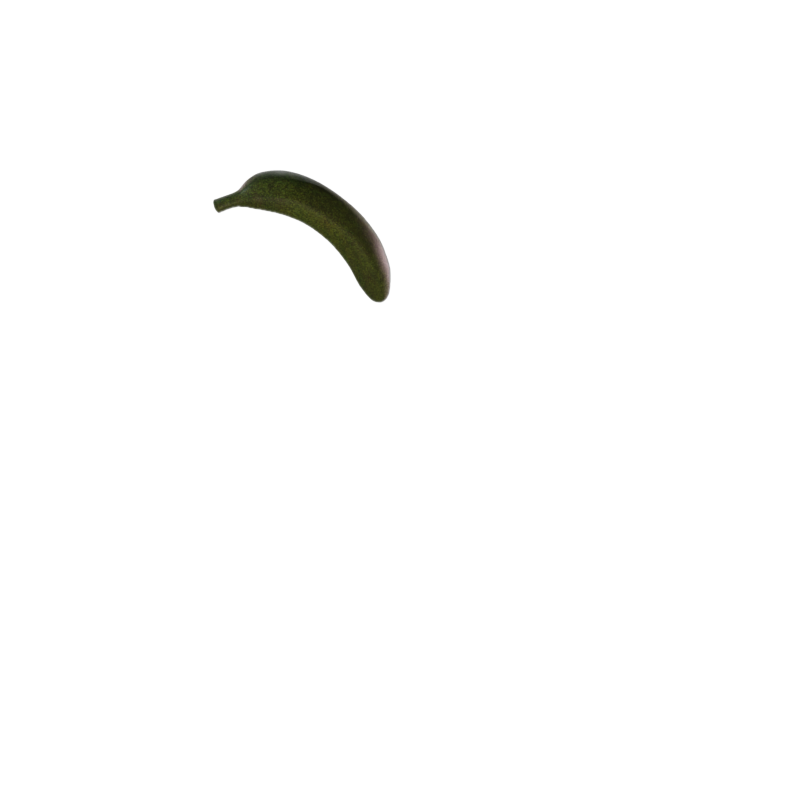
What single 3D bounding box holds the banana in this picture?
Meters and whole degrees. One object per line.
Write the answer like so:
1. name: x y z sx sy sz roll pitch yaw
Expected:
1. banana: -0.068 -0.152 0.982 0.187 0.039 0.069 29 -50 -29
